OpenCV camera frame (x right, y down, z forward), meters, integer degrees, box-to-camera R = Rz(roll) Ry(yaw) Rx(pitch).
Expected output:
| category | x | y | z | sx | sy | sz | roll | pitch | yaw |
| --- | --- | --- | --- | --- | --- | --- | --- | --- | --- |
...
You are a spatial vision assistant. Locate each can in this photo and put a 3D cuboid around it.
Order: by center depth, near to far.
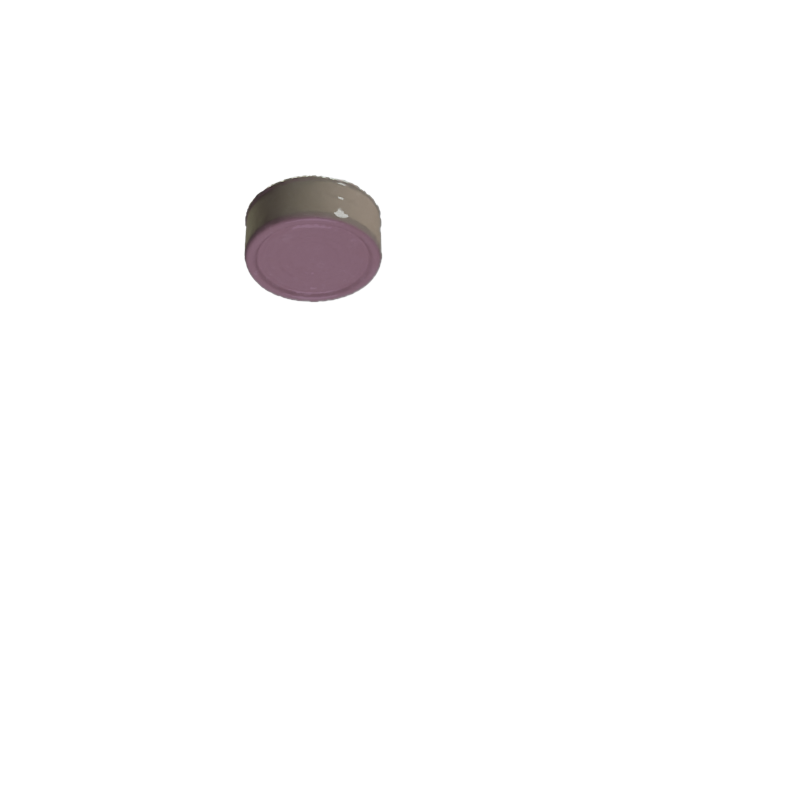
| category | x | y | z | sx | sy | sz | roll | pitch | yaw |
| --- | --- | --- | --- | --- | --- | --- | --- | --- | --- |
| can | -0.054 | -0.098 | 0.686 | 0.086 | 0.036 | 0.080 | 1 | -35 | -2 |
